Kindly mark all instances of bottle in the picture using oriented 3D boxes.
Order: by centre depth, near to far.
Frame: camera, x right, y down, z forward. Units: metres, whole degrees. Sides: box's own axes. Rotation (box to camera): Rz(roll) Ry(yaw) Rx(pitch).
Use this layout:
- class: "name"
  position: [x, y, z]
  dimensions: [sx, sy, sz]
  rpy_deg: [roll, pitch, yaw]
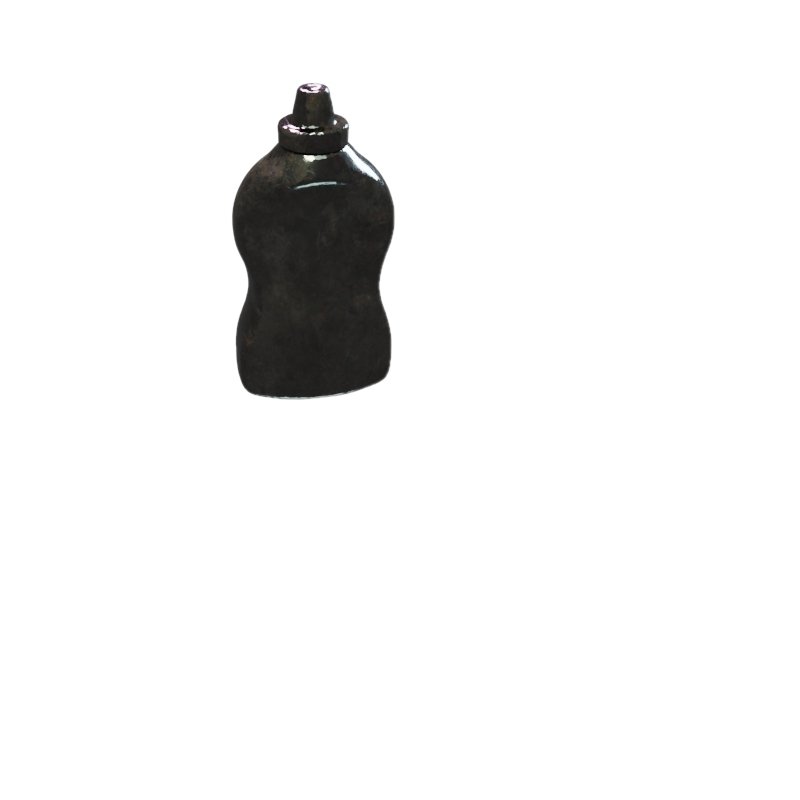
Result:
- class: "bottle"
  position: [-0.052, -0.095, 0.664]
  dimensions: [0.095, 0.181, 0.062]
  rpy_deg: [-4, 28, -10]
